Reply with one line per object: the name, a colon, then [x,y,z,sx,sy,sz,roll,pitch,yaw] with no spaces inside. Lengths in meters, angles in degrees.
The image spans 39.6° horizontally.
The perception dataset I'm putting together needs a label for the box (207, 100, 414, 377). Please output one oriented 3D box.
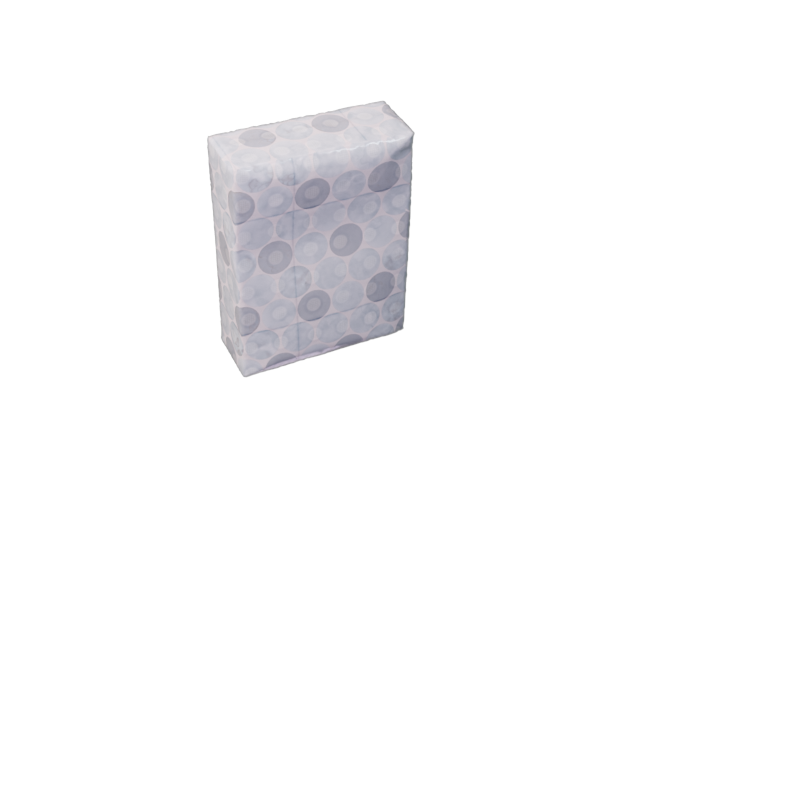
box: [-0.076,-0.138,0.965,0.162,0.200,0.078,-15,41,-21]
